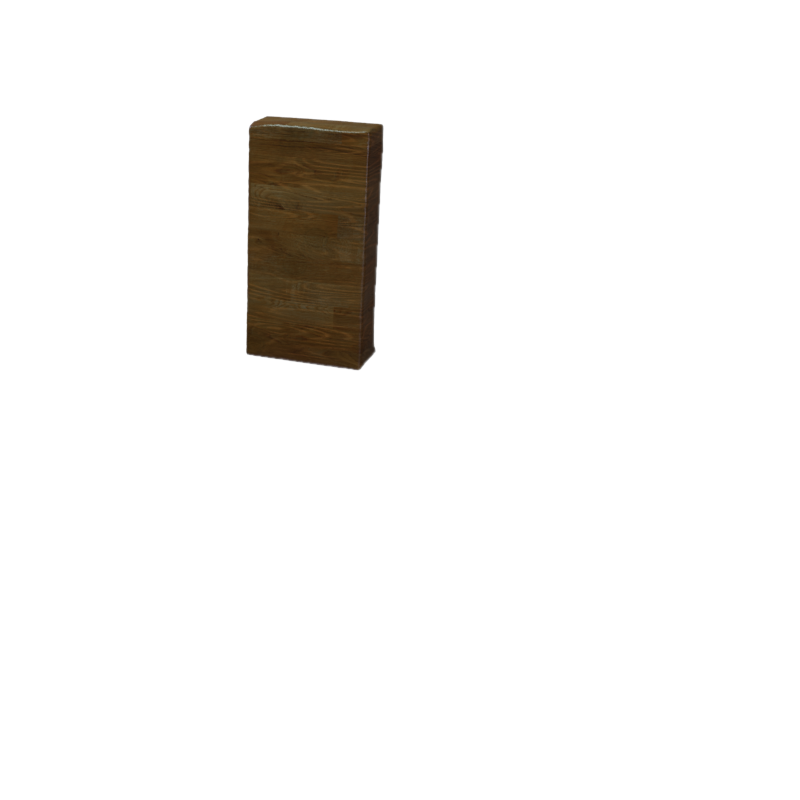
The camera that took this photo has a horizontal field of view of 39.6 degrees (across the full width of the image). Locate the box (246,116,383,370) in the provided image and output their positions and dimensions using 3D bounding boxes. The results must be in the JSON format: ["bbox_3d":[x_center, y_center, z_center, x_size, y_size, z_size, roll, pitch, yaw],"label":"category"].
[{"bbox_3d":[-0.064,-0.116,0.812,0.096,0.169,0.049,7,18,16],"label":"box"}]
